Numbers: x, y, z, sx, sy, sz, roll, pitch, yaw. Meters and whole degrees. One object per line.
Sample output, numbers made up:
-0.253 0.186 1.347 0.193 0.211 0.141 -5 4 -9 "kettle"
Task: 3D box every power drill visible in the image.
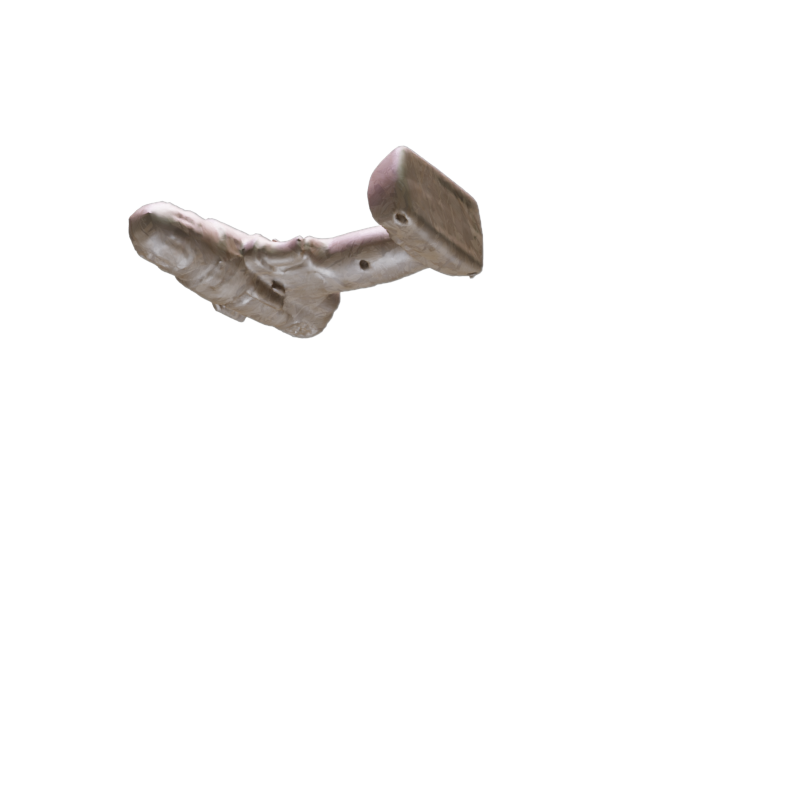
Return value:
-0.056 -0.102 0.718 0.191 0.060 0.172 -13 -23 33 "power drill"
